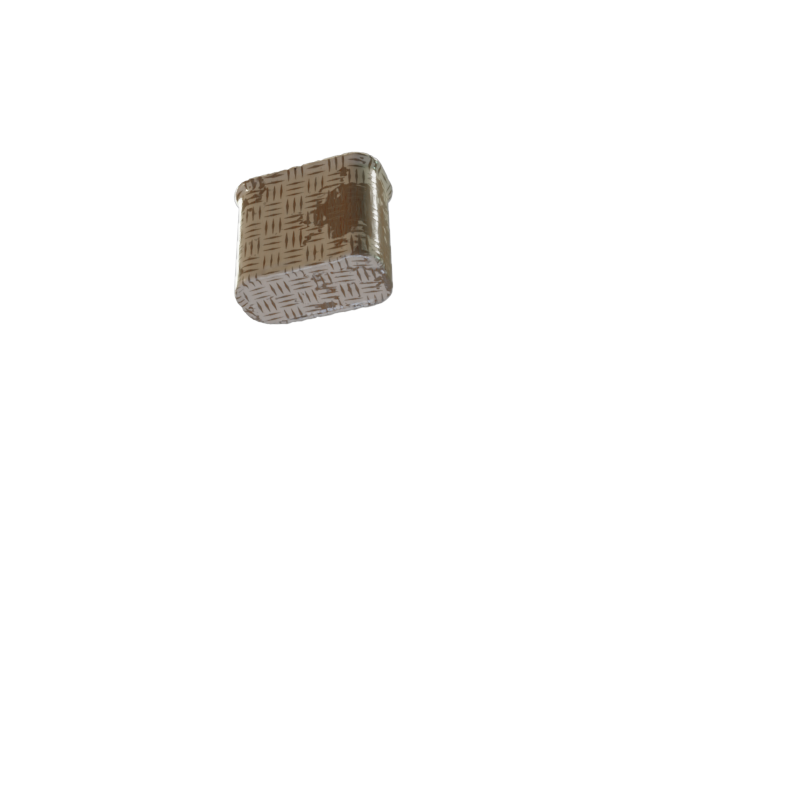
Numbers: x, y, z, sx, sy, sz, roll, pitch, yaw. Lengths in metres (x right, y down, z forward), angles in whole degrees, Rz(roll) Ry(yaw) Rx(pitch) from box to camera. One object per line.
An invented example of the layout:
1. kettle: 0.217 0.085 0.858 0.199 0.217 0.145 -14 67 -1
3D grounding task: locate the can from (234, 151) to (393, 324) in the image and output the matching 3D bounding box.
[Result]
1. can: -0.055 -0.100 0.703 0.103 0.090 0.053 -12 -38 14
